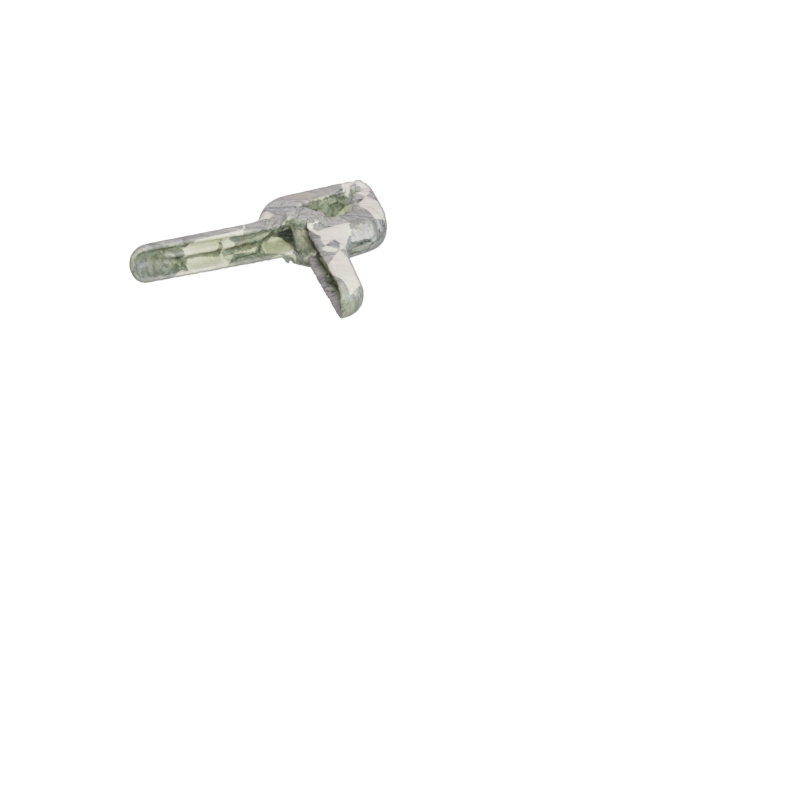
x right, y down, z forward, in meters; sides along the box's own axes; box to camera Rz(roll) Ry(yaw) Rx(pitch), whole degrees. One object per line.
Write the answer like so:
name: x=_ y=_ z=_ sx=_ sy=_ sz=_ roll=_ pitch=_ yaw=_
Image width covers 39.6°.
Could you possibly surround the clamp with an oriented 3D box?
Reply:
clamp: x=-0.060 y=-0.110 z=0.770 sx=0.172 sy=0.035 sz=0.211 roll=15 pitch=30 yaw=27
